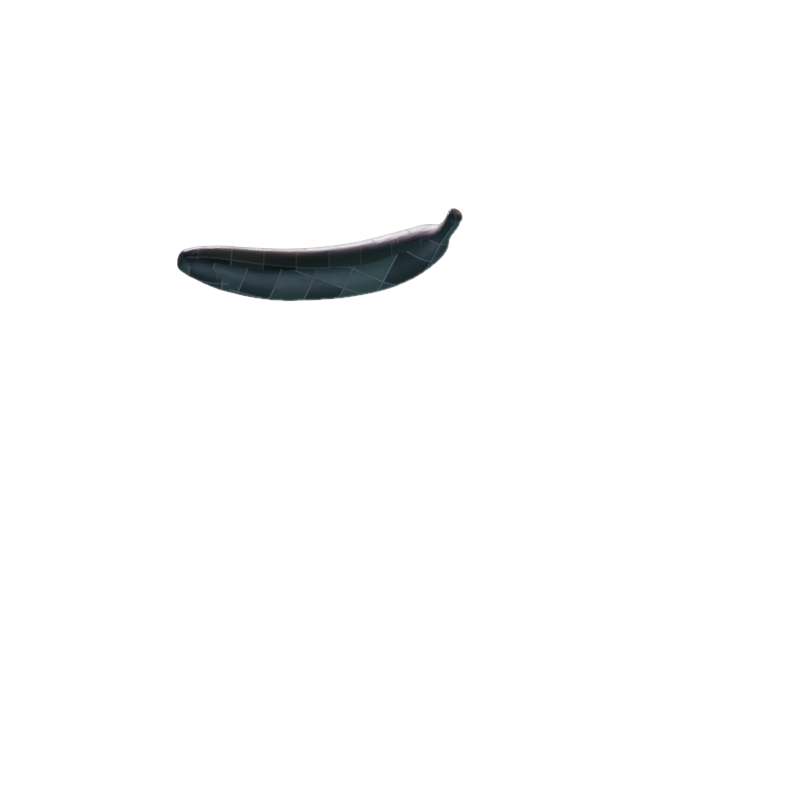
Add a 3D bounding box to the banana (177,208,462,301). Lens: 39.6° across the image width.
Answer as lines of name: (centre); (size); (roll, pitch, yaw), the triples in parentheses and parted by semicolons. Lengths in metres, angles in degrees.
banana: (-0.052, -0.097, 0.767); (0.199, 0.039, 0.064); (-9, -42, 10)
